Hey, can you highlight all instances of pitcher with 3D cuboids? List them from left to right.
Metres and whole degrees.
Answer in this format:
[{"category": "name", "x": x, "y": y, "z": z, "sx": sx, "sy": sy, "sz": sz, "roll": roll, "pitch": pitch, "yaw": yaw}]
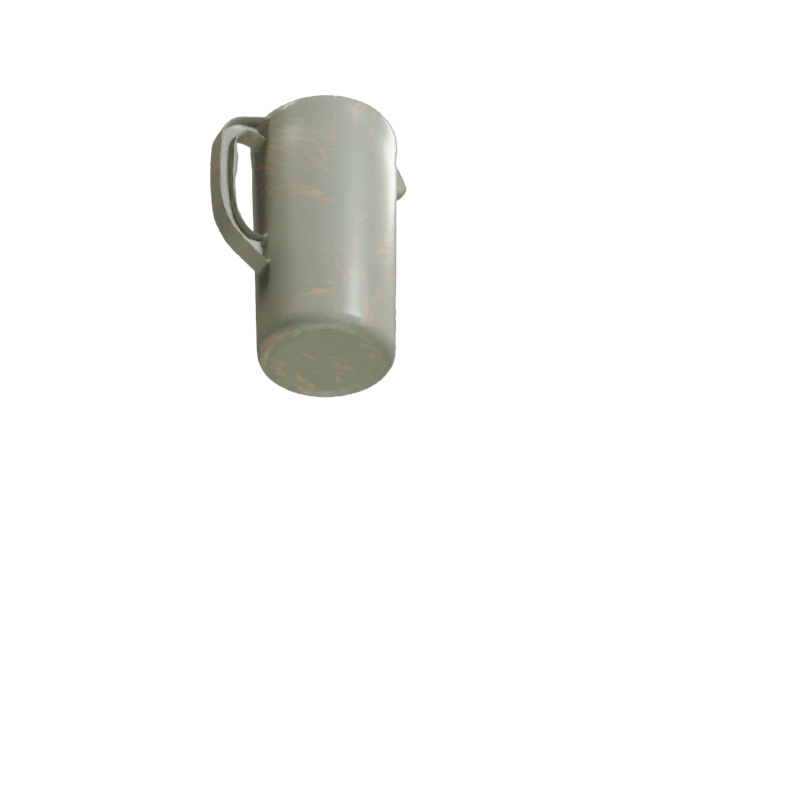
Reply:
[{"category": "pitcher", "x": -0.072, "y": -0.132, "z": 0.926, "sx": 0.150, "sy": 0.261, "sz": 0.134, "roll": -9, "pitch": -38, "yaw": 9}]
